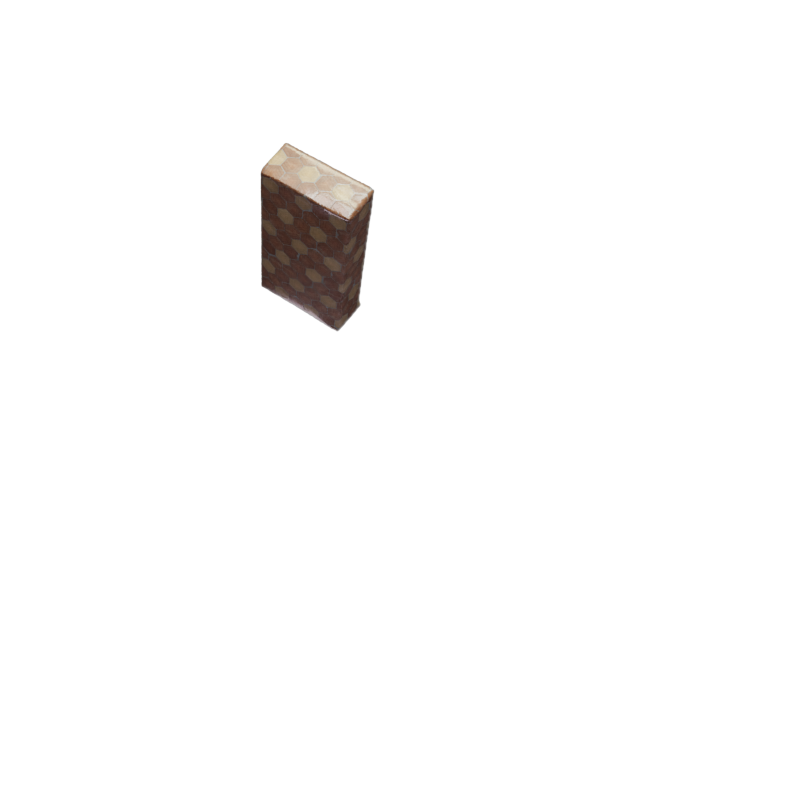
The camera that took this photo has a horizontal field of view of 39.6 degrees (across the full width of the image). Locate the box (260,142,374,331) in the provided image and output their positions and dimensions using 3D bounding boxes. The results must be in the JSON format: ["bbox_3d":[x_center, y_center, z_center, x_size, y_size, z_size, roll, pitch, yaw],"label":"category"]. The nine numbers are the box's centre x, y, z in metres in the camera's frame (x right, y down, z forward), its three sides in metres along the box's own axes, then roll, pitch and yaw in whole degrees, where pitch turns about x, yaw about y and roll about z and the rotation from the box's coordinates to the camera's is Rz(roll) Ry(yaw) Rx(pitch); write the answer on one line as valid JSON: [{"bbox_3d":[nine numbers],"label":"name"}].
[{"bbox_3d":[-0.078,-0.141,0.988,0.097,0.049,0.166,32,-26,14],"label":"box"}]
